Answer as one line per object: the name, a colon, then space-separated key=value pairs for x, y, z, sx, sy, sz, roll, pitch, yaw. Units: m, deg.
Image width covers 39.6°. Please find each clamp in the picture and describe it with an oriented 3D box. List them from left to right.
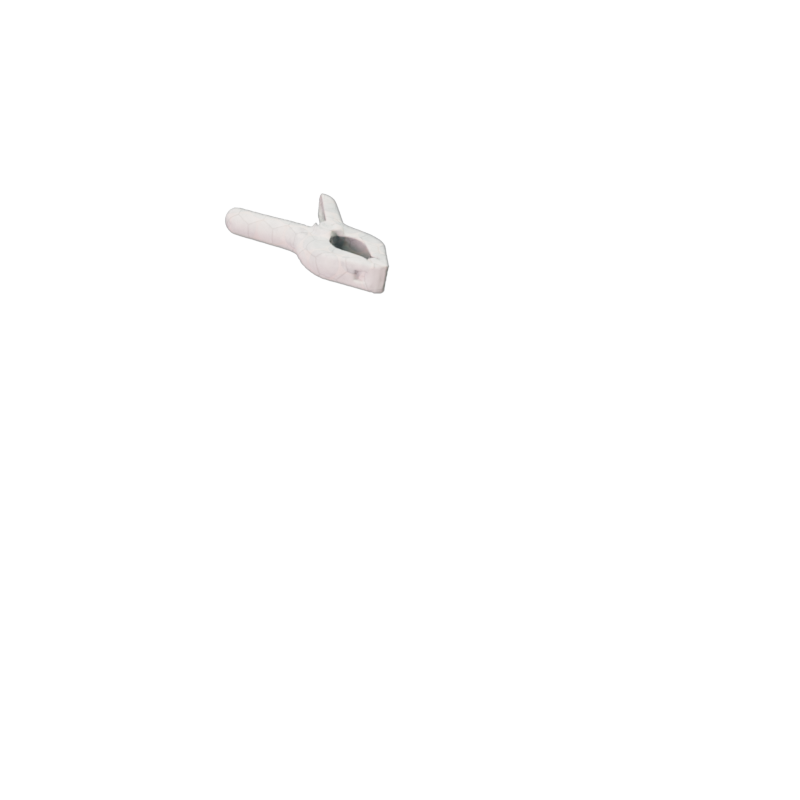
clamp: x=-0.078 y=-0.142 z=0.997 sx=0.118 sy=0.037 sz=0.184 roll=-15 pitch=34 yaw=-25
